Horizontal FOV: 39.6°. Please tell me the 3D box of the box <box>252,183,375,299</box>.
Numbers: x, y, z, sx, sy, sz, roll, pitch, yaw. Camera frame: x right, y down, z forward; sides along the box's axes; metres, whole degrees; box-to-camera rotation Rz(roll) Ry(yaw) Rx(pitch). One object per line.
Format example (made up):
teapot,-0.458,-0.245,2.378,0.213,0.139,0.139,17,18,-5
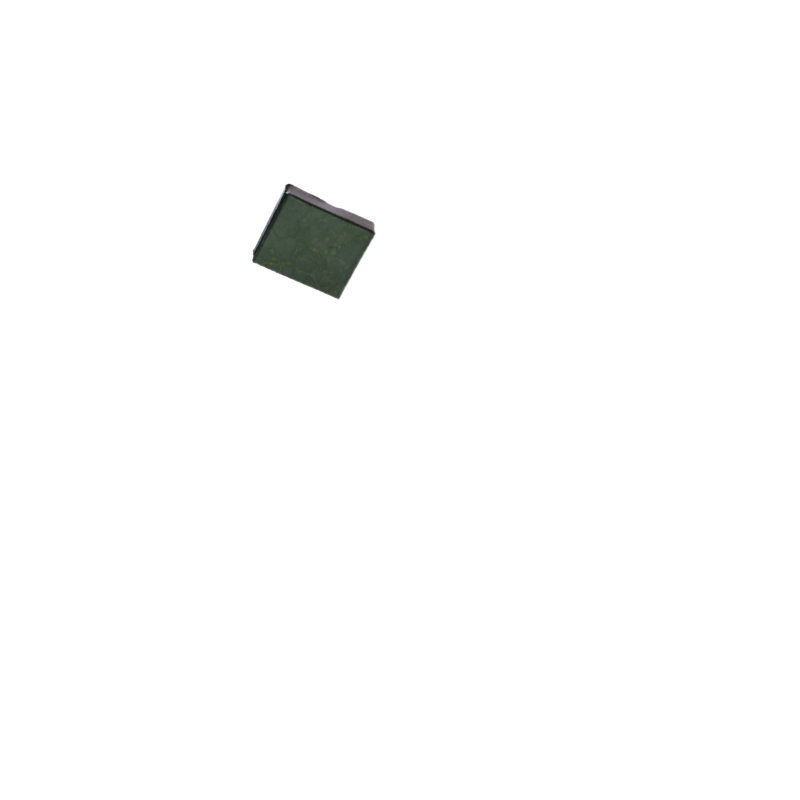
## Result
box,-0.077,-0.141,0.986,0.087,0.071,0.032,24,23,-11
